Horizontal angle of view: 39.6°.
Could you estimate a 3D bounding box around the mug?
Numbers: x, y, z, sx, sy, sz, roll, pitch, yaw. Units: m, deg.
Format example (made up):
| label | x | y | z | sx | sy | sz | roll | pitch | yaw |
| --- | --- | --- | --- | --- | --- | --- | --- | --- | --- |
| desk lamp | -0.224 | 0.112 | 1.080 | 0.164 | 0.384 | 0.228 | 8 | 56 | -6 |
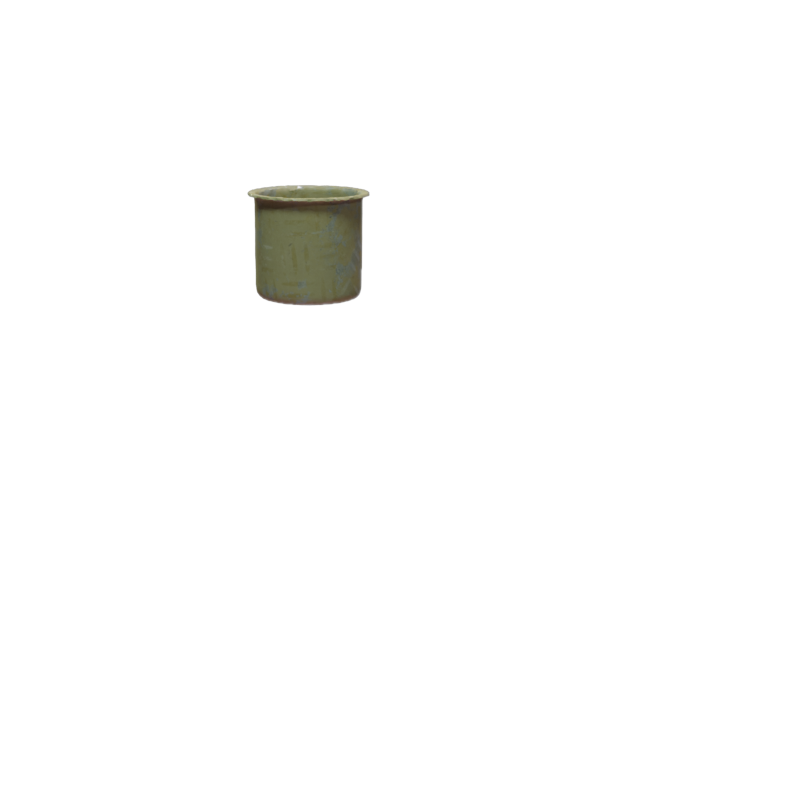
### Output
| label | x | y | z | sx | sy | sz | roll | pitch | yaw |
| --- | --- | --- | --- | --- | --- | --- | --- | --- | --- |
| mug | -0.067 | -0.123 | 0.860 | 0.095 | 0.079 | 0.118 | 4 | 15 | 14 |
